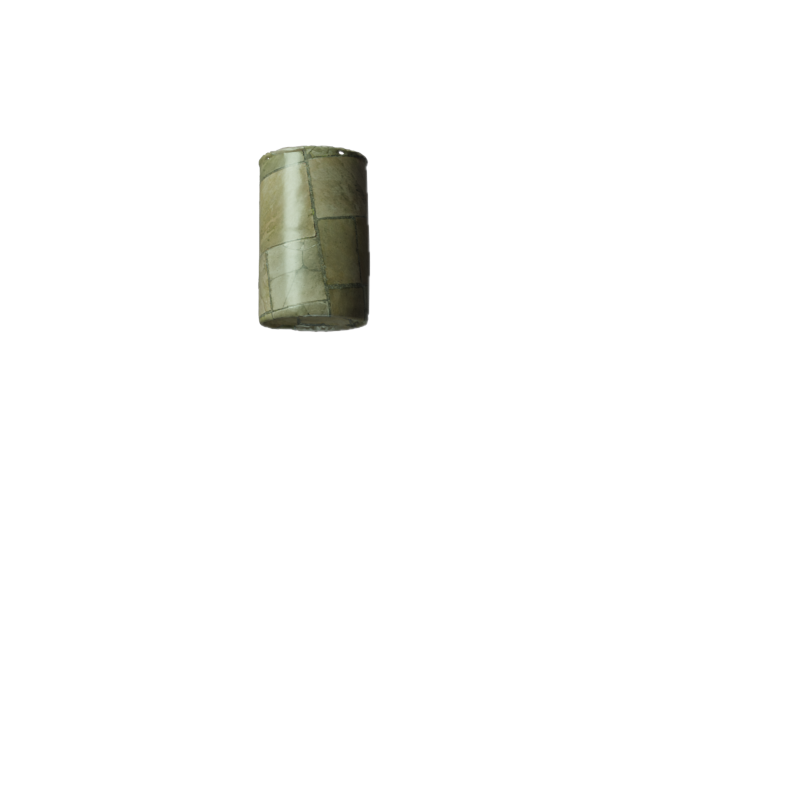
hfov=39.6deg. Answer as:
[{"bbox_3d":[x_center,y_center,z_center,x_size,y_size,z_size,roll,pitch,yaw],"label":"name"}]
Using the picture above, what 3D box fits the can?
[{"bbox_3d":[-0.053,-0.096,0.675,0.068,0.105,0.067,0,-10,-2],"label":"can"}]
